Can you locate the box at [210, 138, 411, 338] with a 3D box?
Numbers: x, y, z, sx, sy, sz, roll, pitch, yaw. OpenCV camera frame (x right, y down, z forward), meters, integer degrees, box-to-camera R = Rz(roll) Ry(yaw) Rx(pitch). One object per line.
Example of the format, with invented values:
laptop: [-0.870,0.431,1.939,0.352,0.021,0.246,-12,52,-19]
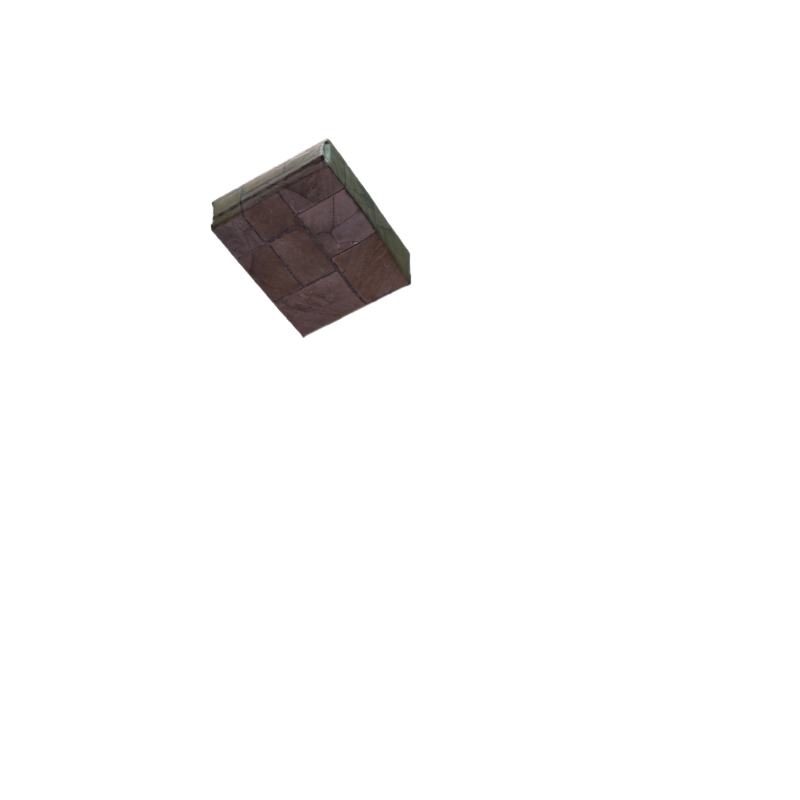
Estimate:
box: [-0.057,-0.104,0.726,0.090,0.106,0.042,-25,34,18]
